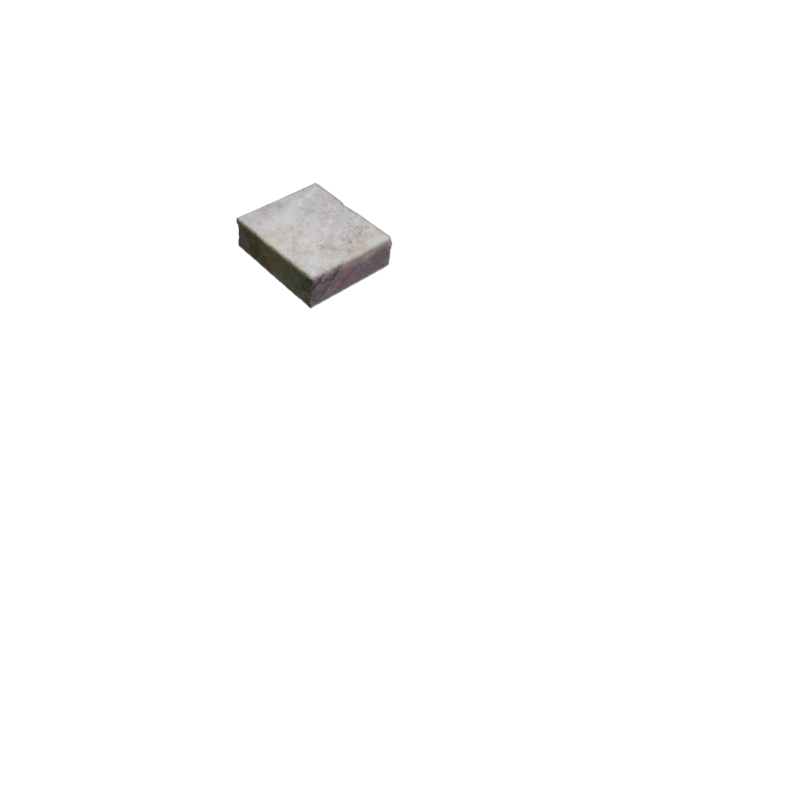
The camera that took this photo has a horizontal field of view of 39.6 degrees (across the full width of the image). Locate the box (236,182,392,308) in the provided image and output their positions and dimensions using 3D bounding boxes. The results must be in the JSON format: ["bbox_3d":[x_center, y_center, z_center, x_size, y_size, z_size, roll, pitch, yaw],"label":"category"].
[{"bbox_3d":[-0.062,-0.113,0.790,0.073,0.028,0.096,-29,50,-28],"label":"box"}]
